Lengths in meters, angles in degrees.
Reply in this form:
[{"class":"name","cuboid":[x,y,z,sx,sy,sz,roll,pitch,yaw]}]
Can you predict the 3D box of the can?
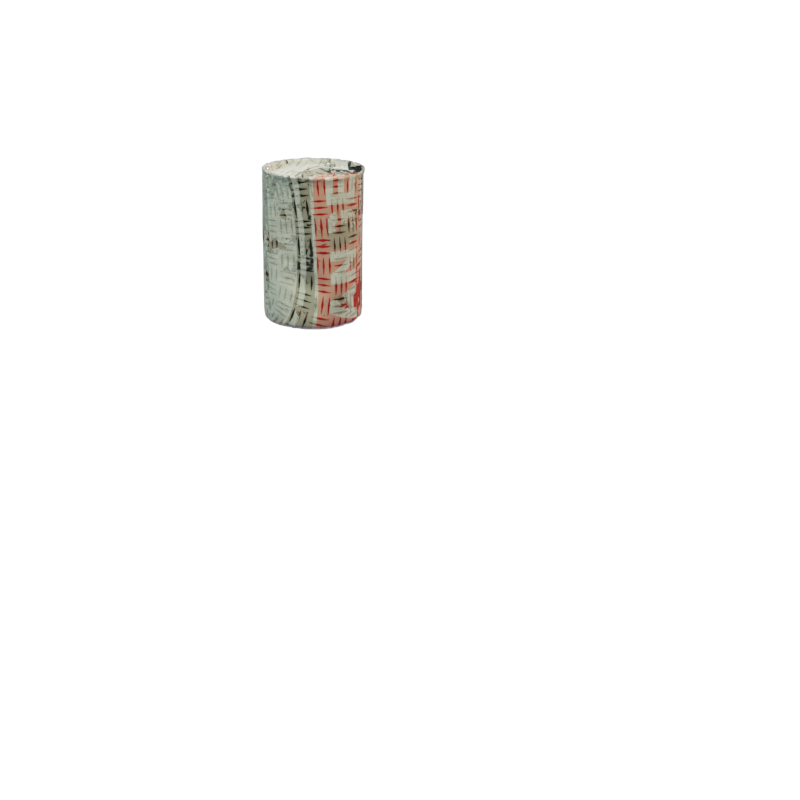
[{"class":"can","cuboid":[-0.058,-0.106,0.739,0.068,0.098,0.071,0,17,-2]}]
